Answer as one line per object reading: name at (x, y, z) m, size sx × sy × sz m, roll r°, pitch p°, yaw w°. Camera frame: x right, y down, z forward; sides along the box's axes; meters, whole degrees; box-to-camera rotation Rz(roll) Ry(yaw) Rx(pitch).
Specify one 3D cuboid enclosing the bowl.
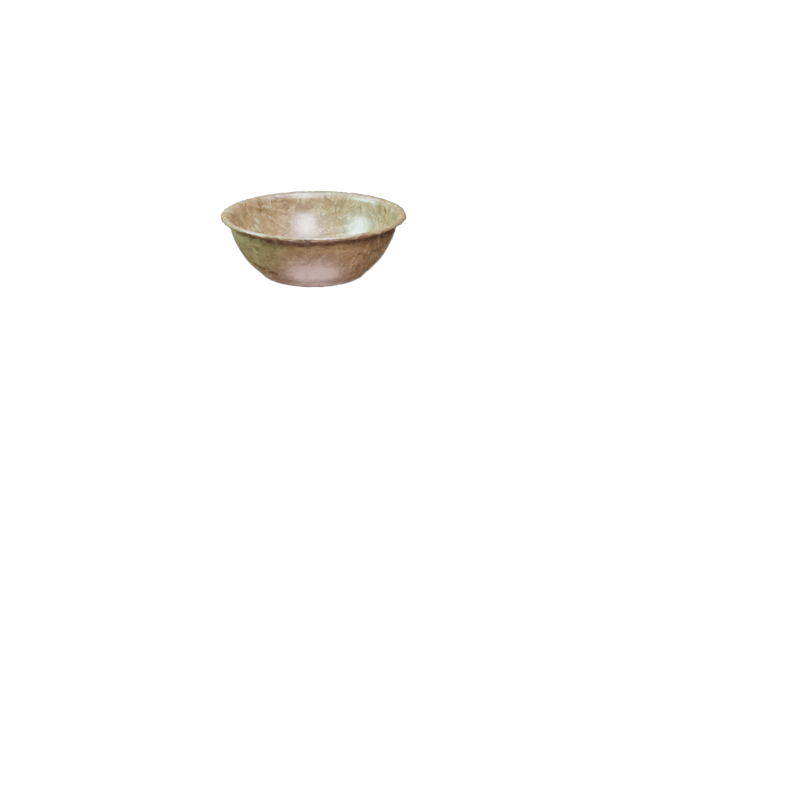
bowl at (-0.076, -0.139, 0.972) m, size 0.162 × 0.053 × 0.170 m, roll -1°, pitch 23°, yaw -2°
